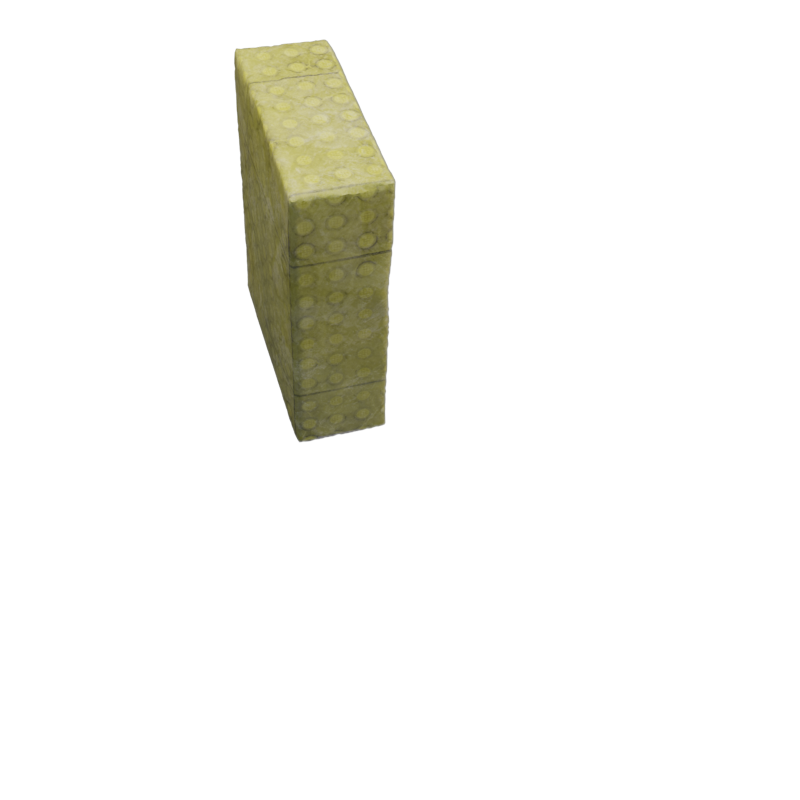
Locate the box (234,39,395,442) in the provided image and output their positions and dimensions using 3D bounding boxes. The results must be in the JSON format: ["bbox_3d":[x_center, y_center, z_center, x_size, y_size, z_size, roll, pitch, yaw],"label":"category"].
[{"bbox_3d":[-0.058,-0.105,0.736,0.071,0.199,0.178,-10,47,-13],"label":"box"}]
